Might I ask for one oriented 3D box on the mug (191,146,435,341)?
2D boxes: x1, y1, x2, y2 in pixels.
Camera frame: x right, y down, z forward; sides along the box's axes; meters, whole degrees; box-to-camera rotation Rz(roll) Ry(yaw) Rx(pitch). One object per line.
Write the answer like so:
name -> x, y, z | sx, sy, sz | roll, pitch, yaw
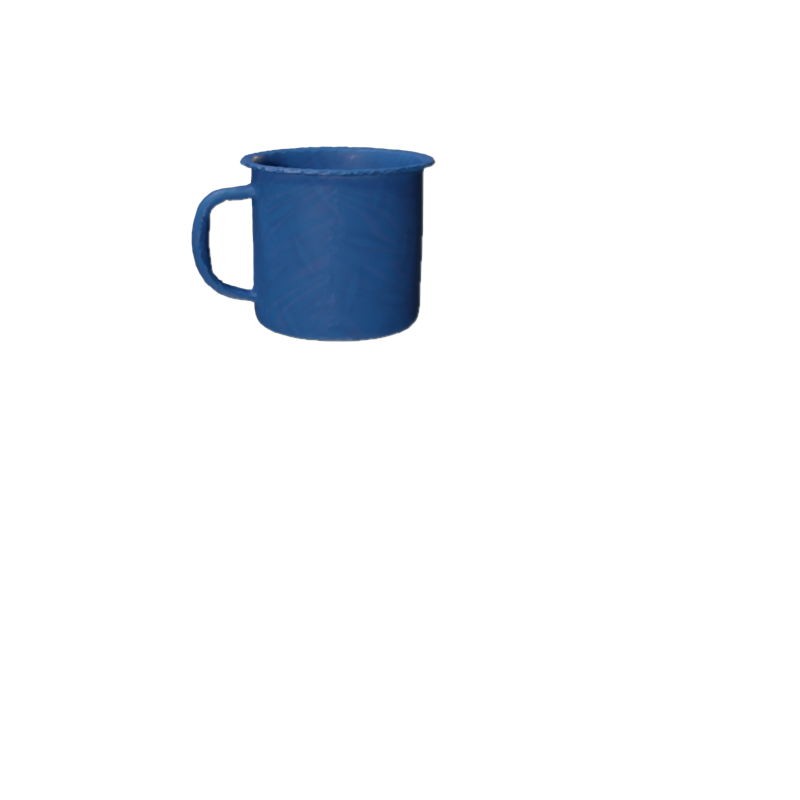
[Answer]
mug -> -0.042, -0.076, 0.534 | 0.115, 0.079, 0.098 | -4, 17, -16
